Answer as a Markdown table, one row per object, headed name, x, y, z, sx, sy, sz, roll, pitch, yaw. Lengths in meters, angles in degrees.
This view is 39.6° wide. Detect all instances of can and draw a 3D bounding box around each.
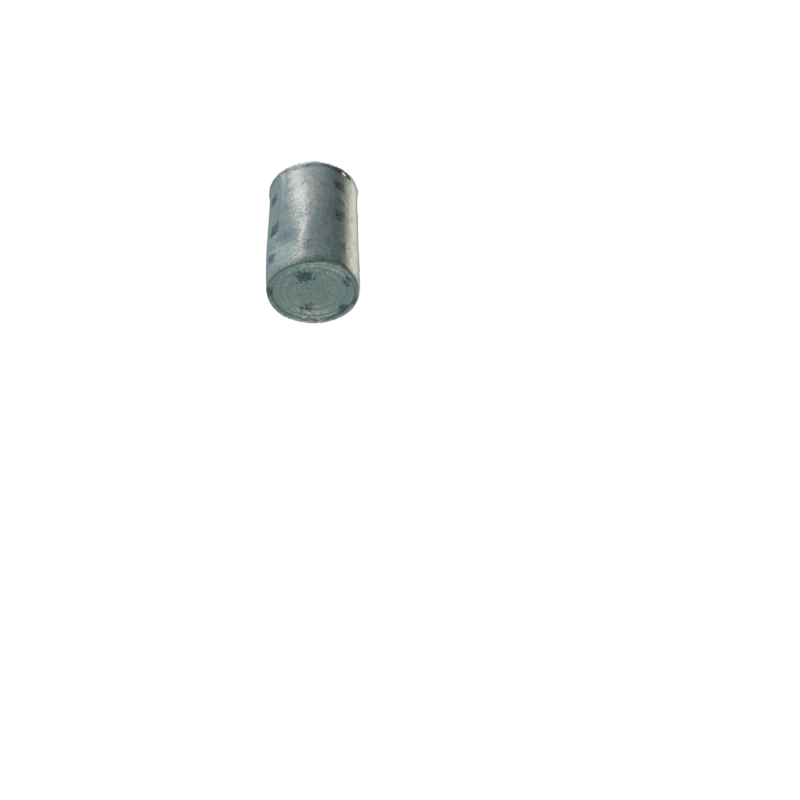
| name | x | y | z | sx | sy | sz | roll | pitch | yaw |
| --- | --- | --- | --- | --- | --- | --- | --- | --- | --- |
| can | -0.063 | -0.116 | 0.811 | 0.068 | 0.110 | 0.064 | -1 | -40 | -3 |
